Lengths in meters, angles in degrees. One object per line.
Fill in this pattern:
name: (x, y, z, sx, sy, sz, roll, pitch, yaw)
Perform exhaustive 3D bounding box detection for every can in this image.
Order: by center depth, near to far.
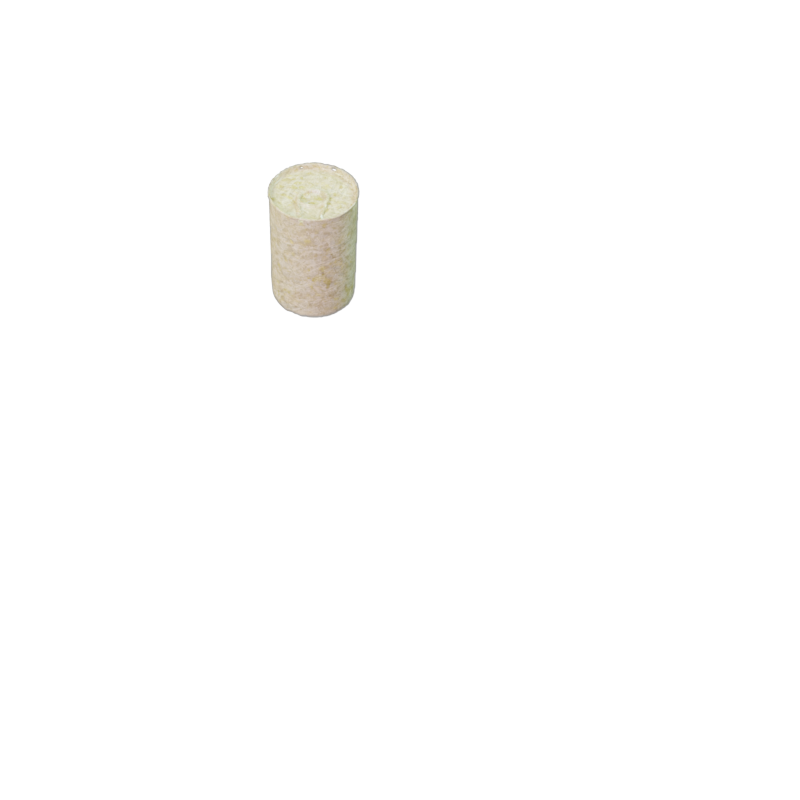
can: (-0.067, -0.121, 0.851, 0.068, 0.074, 0.095, 0, -45, -3)
